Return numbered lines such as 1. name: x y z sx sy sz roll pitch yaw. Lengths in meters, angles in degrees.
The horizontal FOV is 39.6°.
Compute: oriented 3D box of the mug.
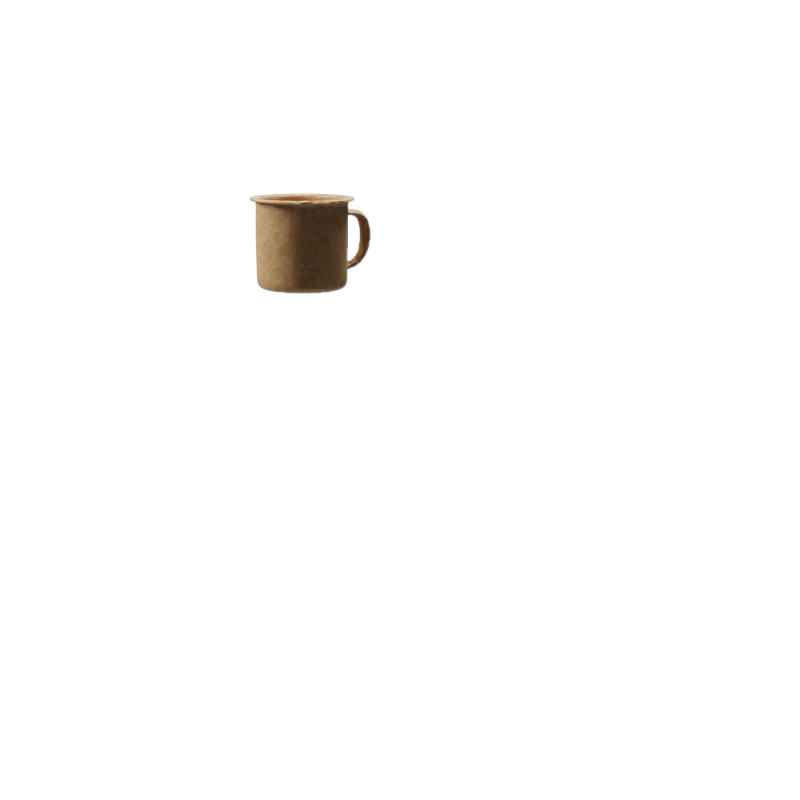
1. mug: -0.078 -0.142 0.997 0.114 0.080 0.098 -8 14 -34
